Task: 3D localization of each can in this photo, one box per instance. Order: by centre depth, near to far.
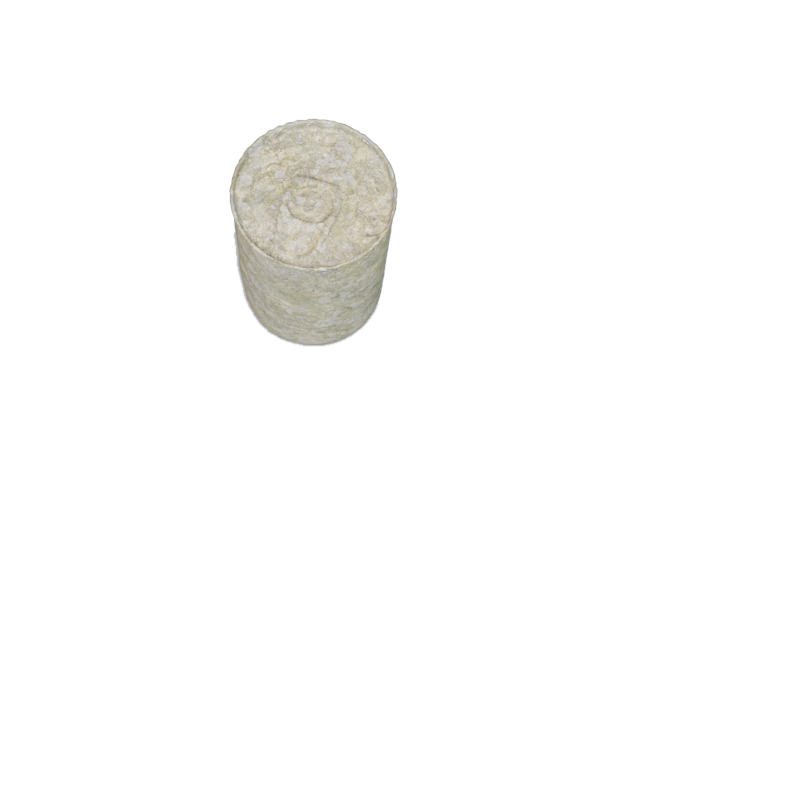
[{"bbox_3d":[-0.039,-0.070,0.493,0.068,0.072,0.098,0,-18,-3],"label":"can"}]
